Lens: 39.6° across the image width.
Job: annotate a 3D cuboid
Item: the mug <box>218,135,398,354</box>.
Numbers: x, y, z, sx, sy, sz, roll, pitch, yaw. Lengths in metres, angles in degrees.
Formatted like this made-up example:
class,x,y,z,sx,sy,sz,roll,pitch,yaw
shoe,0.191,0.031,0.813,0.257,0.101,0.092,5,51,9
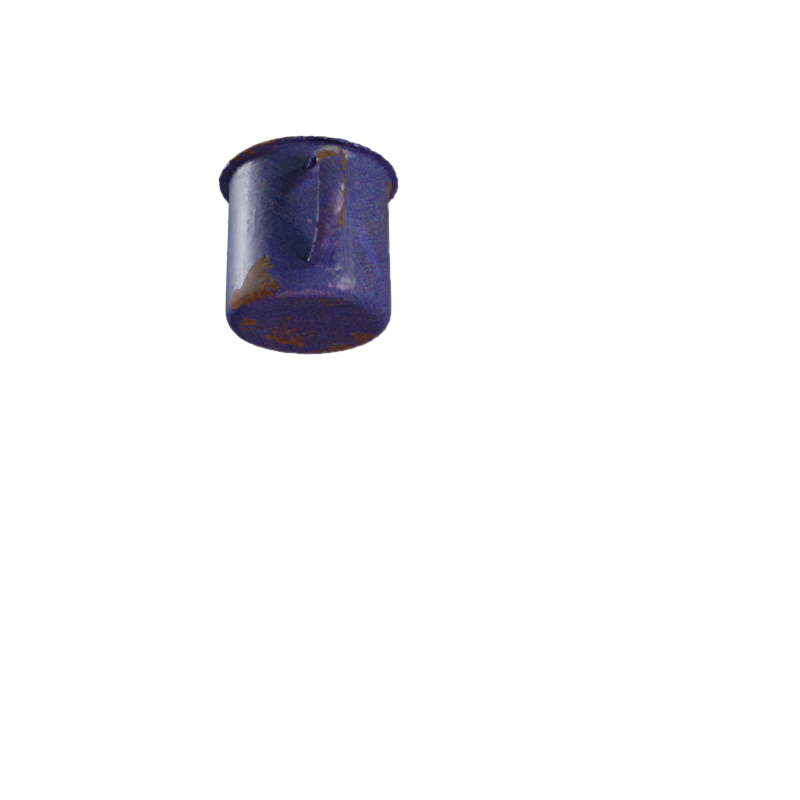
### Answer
class,x,y,z,sx,sy,sz,roll,pitch,yaw
mug,-0.043,-0.078,0.547,0.091,0.086,0.113,5,-24,-14
